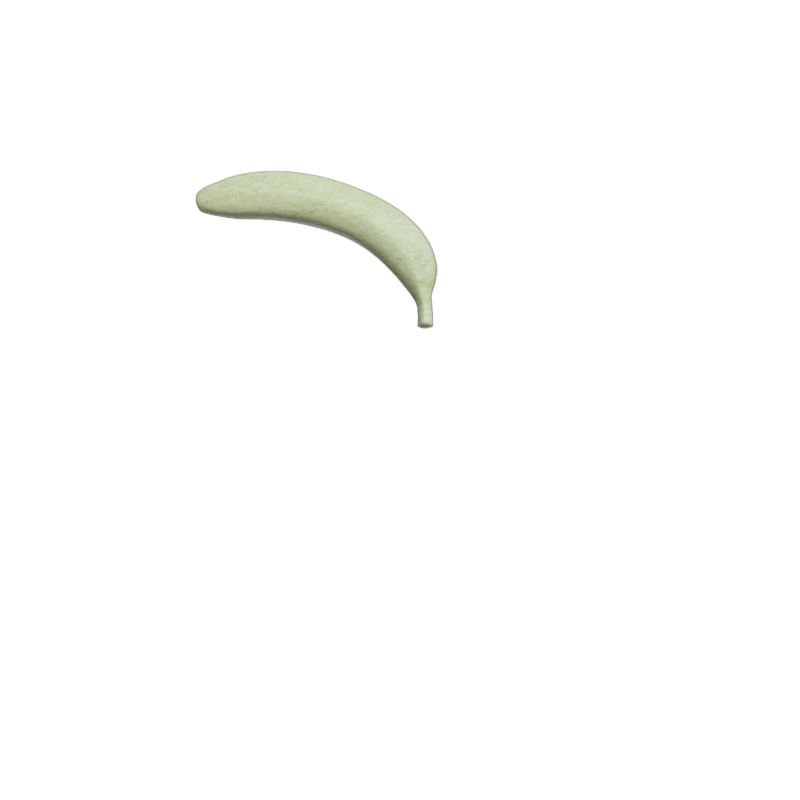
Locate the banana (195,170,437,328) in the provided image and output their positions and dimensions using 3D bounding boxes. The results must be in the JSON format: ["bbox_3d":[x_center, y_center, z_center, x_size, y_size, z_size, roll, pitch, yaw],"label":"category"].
[{"bbox_3d":[-0.050,-0.127,0.800,0.204,0.071,0.035,28,-22,13],"label":"banana"}]
